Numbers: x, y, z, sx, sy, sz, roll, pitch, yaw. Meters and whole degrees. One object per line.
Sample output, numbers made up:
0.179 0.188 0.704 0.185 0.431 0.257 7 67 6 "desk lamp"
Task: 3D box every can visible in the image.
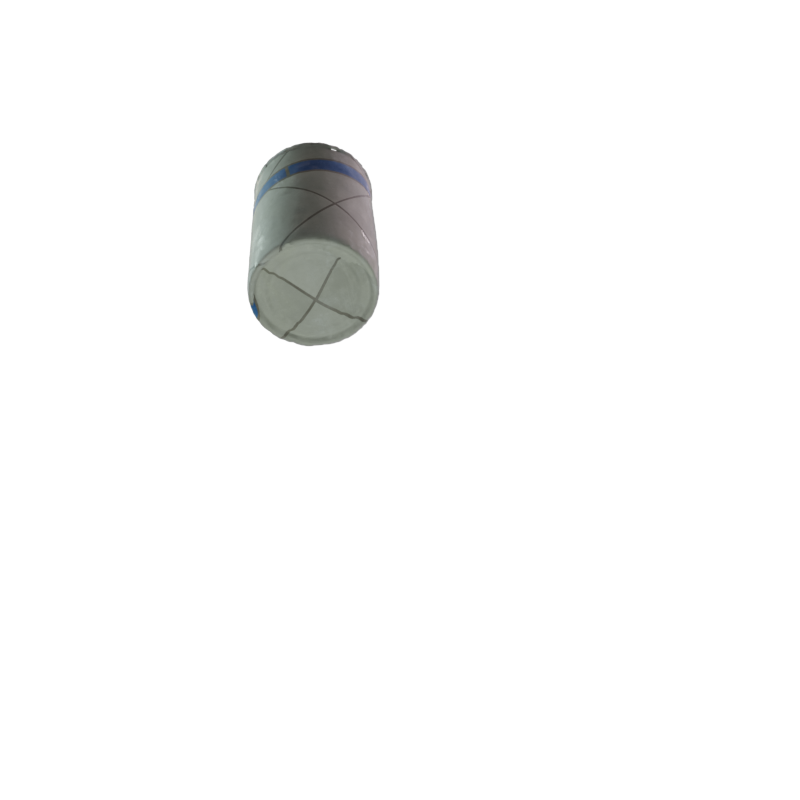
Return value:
-0.046 -0.085 0.594 0.068 0.064 0.109 -1 37 -3 "can"
